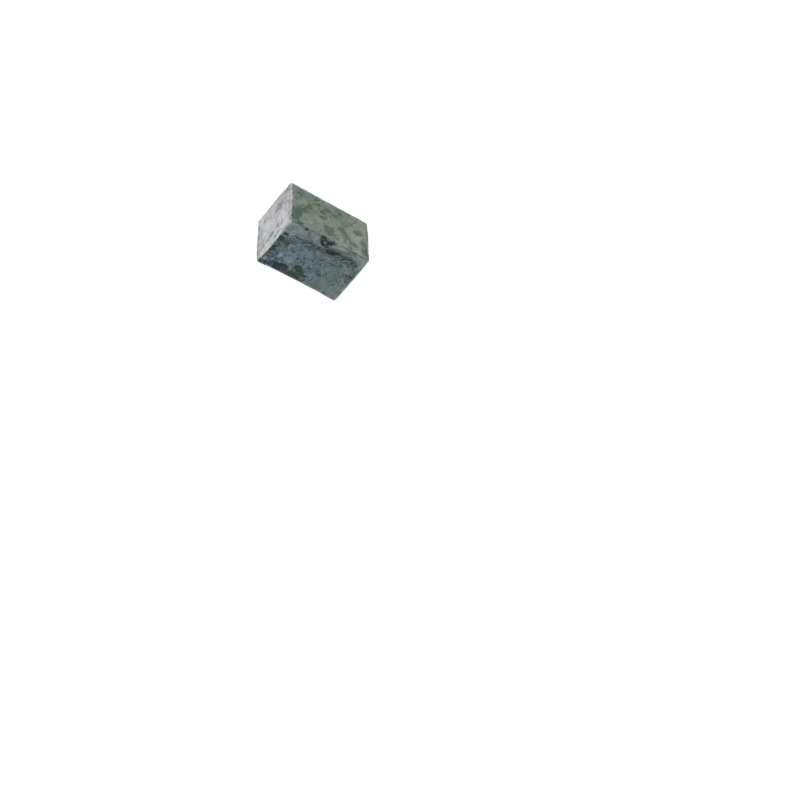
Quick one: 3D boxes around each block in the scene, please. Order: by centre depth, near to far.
[{"bbox_3d":[-0.071,-0.129,0.904,0.074,0.055,0.051,27,-54,-24],"label":"block"}]
